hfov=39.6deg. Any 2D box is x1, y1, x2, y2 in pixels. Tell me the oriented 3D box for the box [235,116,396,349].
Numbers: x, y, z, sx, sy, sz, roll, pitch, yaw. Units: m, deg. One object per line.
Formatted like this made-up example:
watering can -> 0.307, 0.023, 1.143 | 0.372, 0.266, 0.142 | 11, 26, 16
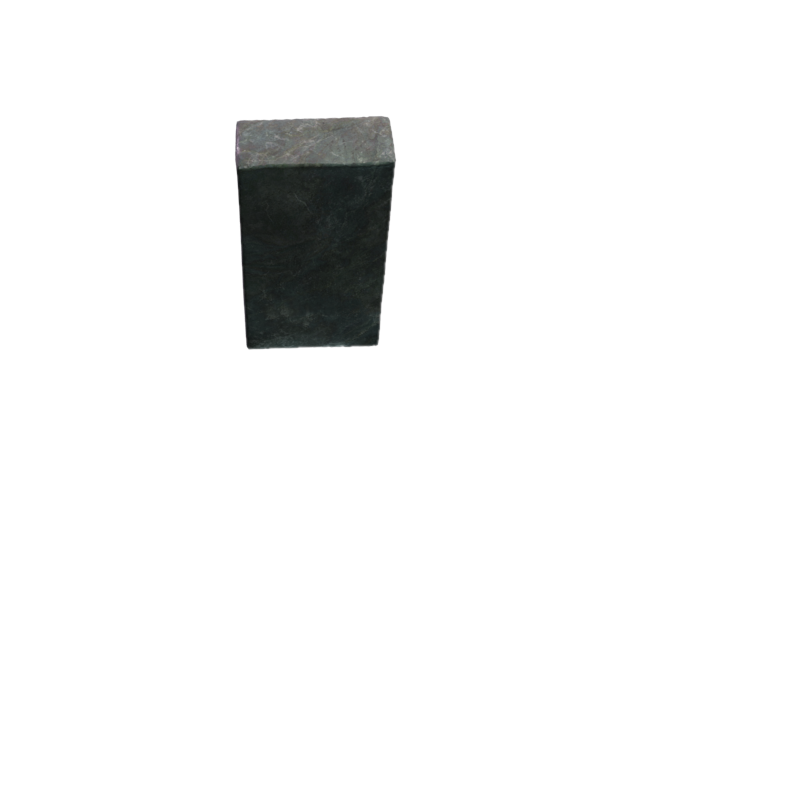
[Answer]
box -> -0.055, -0.100, 0.699 | 0.093, 0.051, 0.165 | -1, -34, -4
